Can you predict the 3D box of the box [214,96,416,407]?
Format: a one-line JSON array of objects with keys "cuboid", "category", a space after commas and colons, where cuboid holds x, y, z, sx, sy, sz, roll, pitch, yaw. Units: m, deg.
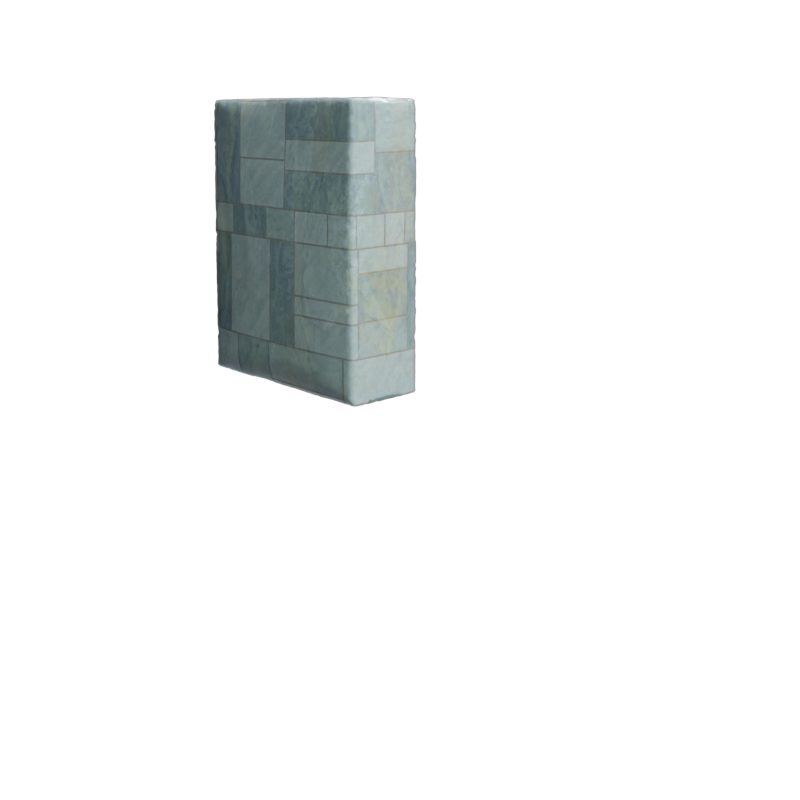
[{"cuboid": [-0.065, -0.119, 0.831, 0.070, 0.210, 0.173, -6, 12, -42], "category": "box"}]
